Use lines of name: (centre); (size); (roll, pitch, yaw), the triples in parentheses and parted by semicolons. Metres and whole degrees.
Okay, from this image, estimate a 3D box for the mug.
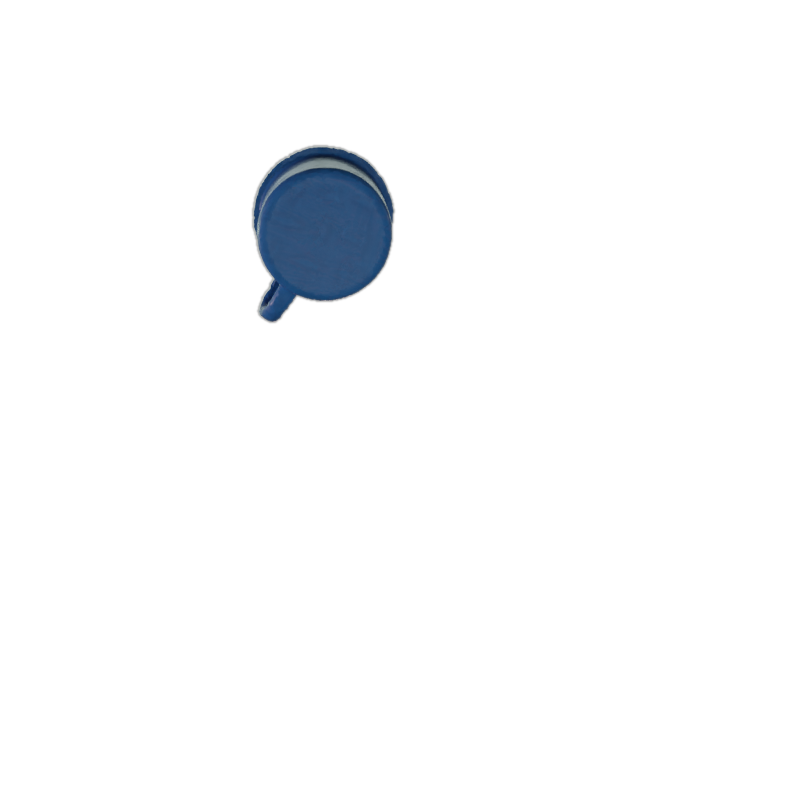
mug: (-0.055, -0.099, 0.696); (0.092, 0.116, 0.084); (34, 10, -9)
